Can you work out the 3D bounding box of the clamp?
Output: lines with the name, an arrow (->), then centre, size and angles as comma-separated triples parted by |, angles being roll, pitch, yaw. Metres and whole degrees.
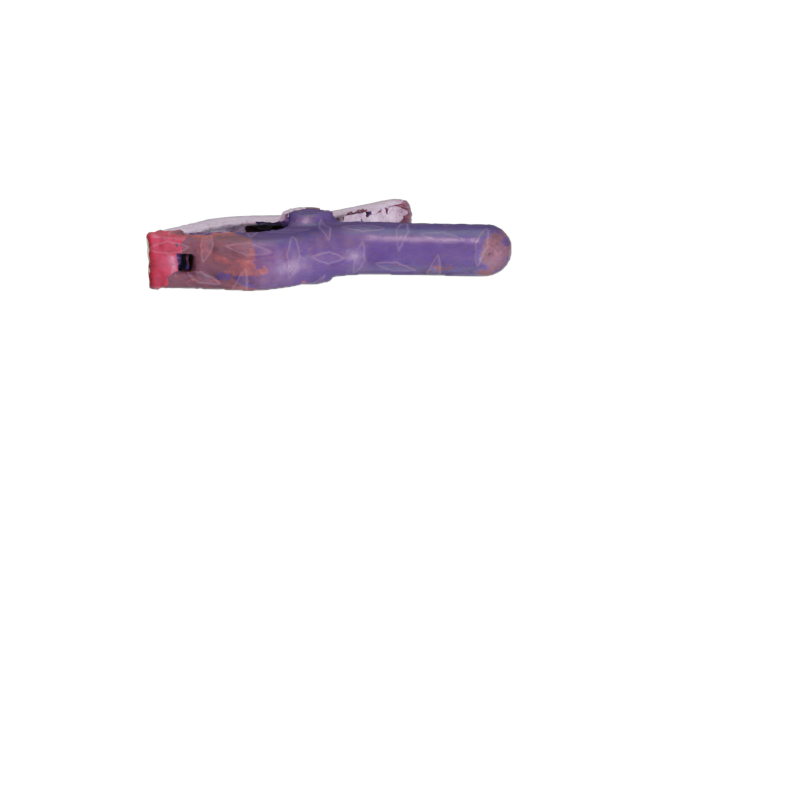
clamp -> -0.044, -0.080, 0.561 | 0.168, 0.038, 0.124 | -3, 12, -14
